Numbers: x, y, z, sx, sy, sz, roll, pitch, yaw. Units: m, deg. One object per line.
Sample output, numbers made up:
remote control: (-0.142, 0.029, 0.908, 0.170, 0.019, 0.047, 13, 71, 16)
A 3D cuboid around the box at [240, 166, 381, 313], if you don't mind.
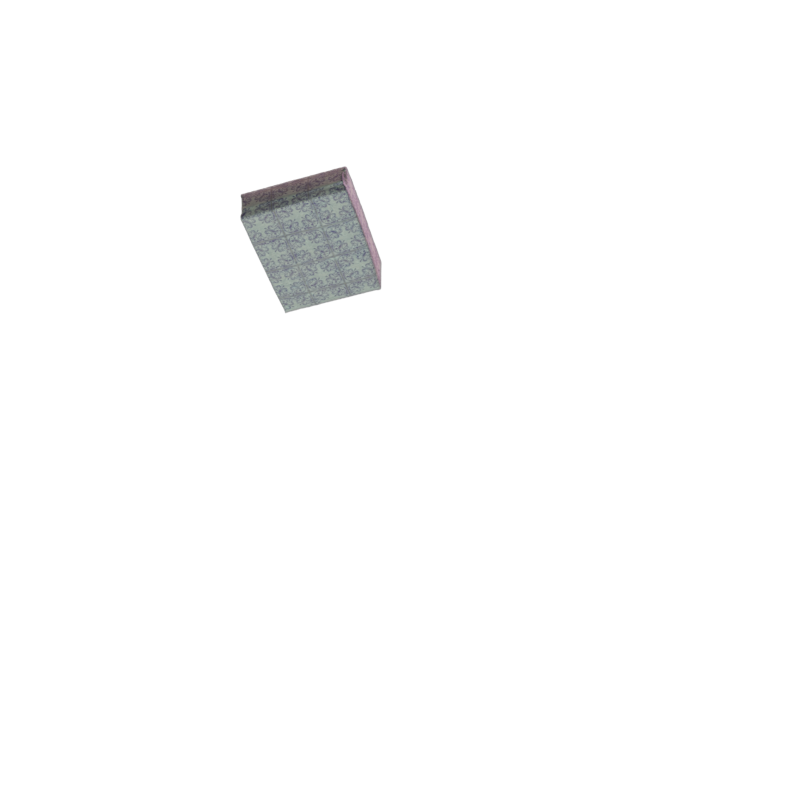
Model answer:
box: (-0.071, -0.130, 0.907, 0.090, 0.105, 0.042, -12, 41, 10)
